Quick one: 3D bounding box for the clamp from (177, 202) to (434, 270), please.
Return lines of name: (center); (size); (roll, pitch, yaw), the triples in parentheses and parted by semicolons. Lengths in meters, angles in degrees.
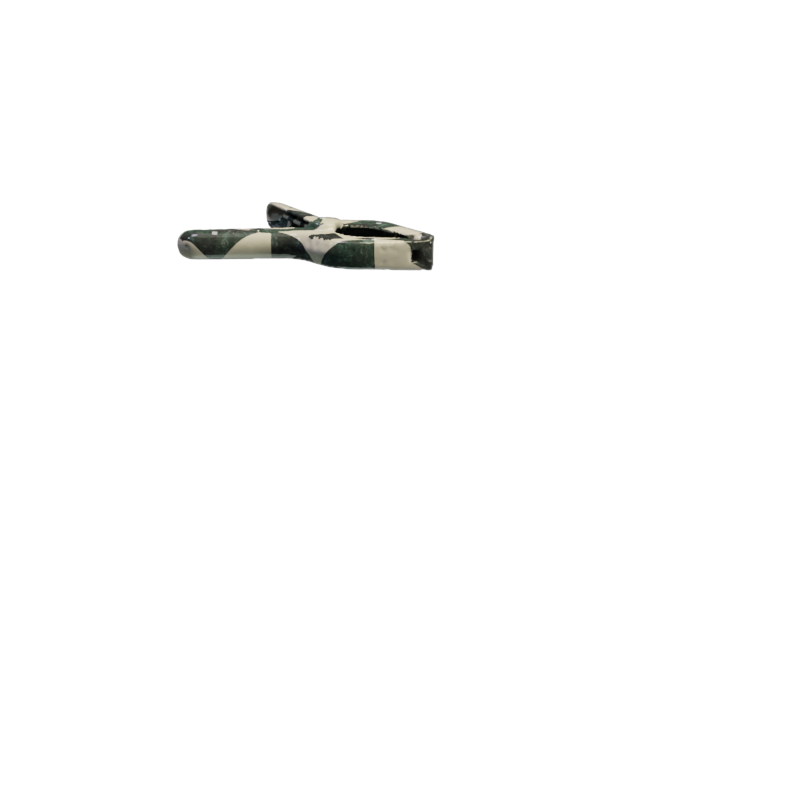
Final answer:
clamp: (-0.075, -0.137, 0.957); (0.220, 0.035, 0.164); (13, 25, 30)
